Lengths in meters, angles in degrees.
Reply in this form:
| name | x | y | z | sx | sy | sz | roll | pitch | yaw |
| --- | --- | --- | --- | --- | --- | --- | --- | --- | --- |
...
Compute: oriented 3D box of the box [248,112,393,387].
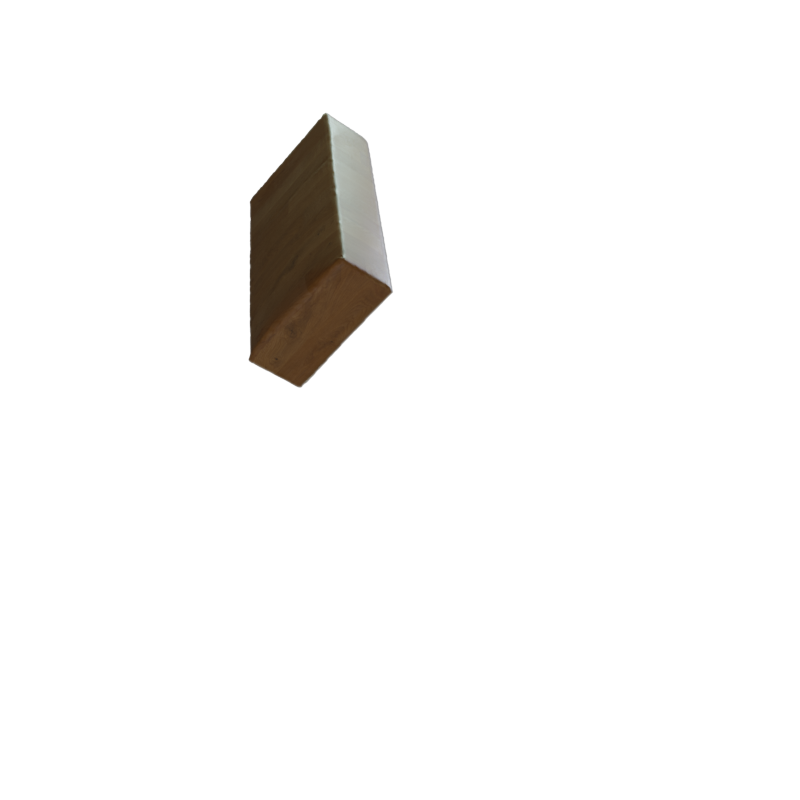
| name | x | y | z | sx | sy | sz | roll | pitch | yaw |
| --- | --- | --- | --- | --- | --- | --- | --- | --- | --- |
| box | -0.055 | -0.101 | 0.708 | 0.046 | 0.189 | 0.092 | 32 | -60 | -26 |
